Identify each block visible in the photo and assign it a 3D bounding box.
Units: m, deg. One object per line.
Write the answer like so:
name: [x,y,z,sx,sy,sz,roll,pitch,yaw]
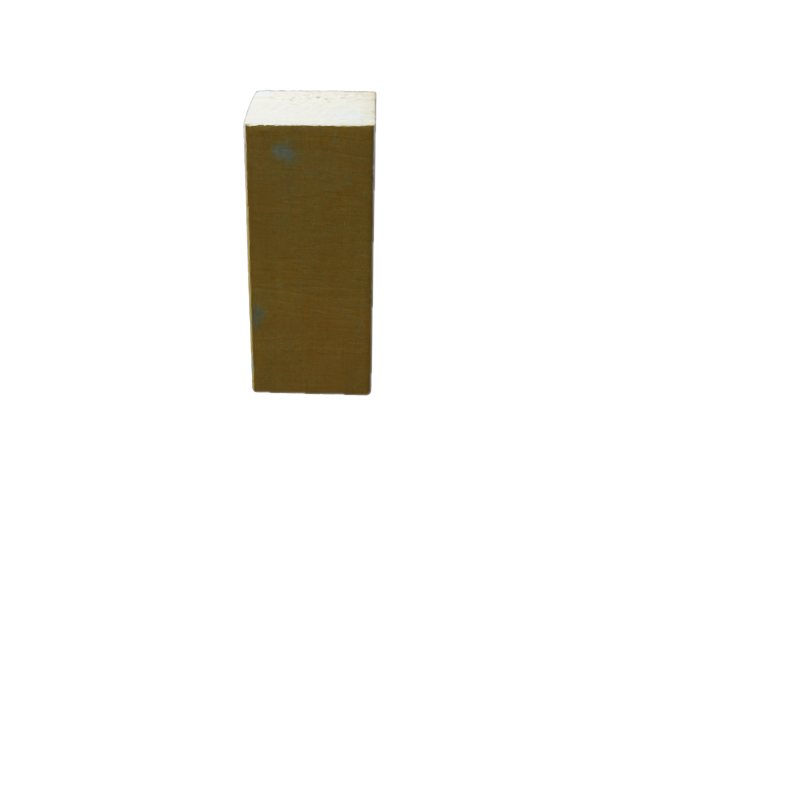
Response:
block: [-0.064,-0.116,0.813,0.091,0.196,0.095,2,25,0]
